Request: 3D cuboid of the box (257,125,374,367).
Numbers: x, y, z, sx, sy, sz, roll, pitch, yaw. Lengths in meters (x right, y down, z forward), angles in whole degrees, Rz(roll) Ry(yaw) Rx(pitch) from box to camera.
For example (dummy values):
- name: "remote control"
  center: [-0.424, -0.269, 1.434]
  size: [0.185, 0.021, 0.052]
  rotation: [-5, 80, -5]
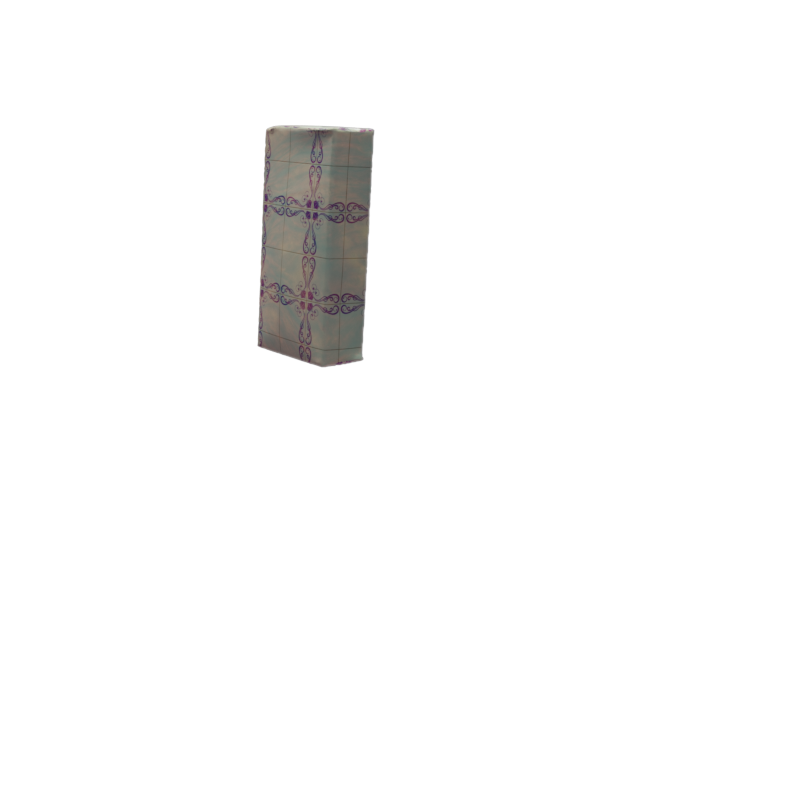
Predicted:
- name: "box"
  center: [-0.067, -0.121, 0.845]
  size: [0.046, 0.173, 0.098]
  rotation: [-5, 10, -38]
